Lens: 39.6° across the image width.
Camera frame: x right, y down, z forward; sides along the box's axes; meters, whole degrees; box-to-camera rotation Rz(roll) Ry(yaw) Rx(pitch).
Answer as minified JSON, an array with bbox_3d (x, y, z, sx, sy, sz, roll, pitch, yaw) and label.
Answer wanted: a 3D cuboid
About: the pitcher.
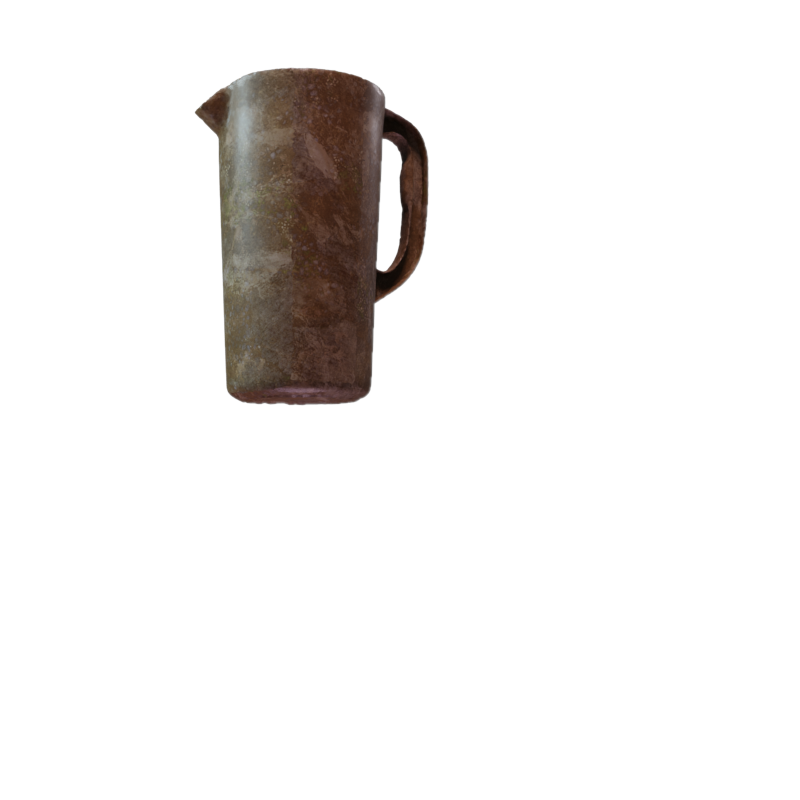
[{"bbox_3d":[-0.066,-0.121,0.848,0.153,0.250,0.138,-4,-10,21],"label":"pitcher"}]
